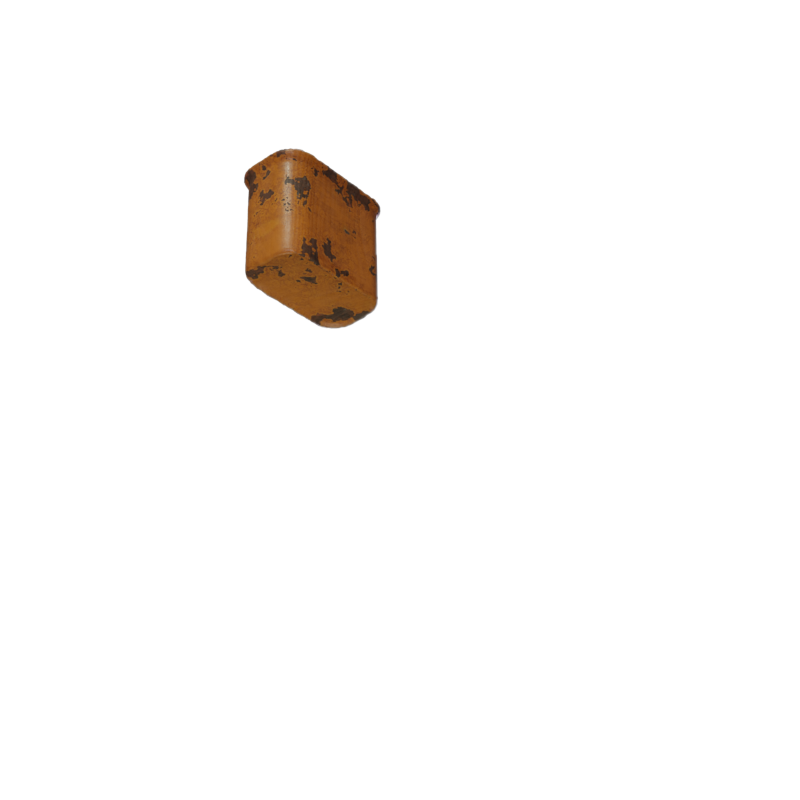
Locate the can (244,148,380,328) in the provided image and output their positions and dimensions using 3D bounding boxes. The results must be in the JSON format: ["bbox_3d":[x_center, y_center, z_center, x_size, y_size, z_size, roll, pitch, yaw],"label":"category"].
[{"bbox_3d":[-0.059,-0.108,0.754,0.058,0.090,0.095,-27,-40,33],"label":"can"}]
